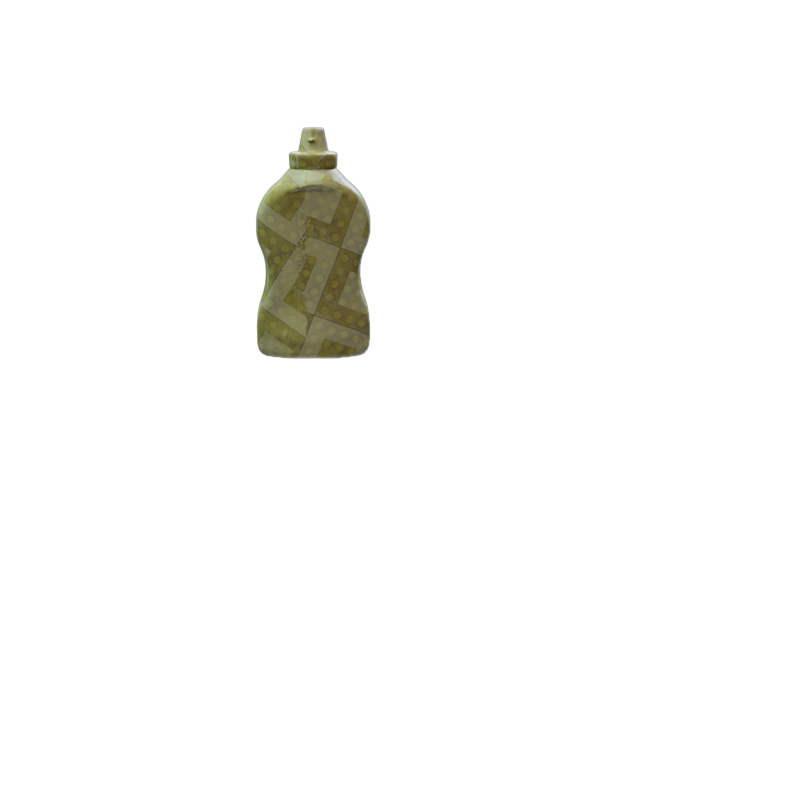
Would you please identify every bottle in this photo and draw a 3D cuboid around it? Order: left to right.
[{"bbox_3d":[-0.073,-0.133,0.933,0.096,0.188,0.060,0,9,-1],"label":"bottle"}]
